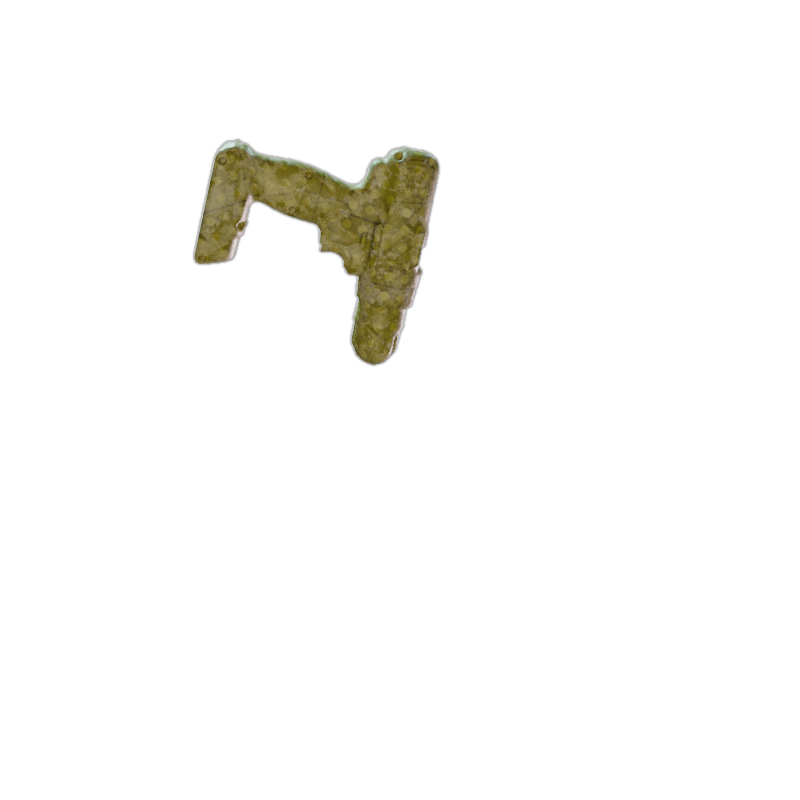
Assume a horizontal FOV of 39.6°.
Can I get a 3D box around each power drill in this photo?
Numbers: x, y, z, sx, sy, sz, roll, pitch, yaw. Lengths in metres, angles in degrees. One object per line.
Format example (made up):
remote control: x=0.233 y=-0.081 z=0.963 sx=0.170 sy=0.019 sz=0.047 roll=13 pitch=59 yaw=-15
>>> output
power drill: x=-0.072 y=-0.132 z=0.921 sx=0.187 sy=0.181 sz=0.059 roll=12 pitch=9 yaw=-2
